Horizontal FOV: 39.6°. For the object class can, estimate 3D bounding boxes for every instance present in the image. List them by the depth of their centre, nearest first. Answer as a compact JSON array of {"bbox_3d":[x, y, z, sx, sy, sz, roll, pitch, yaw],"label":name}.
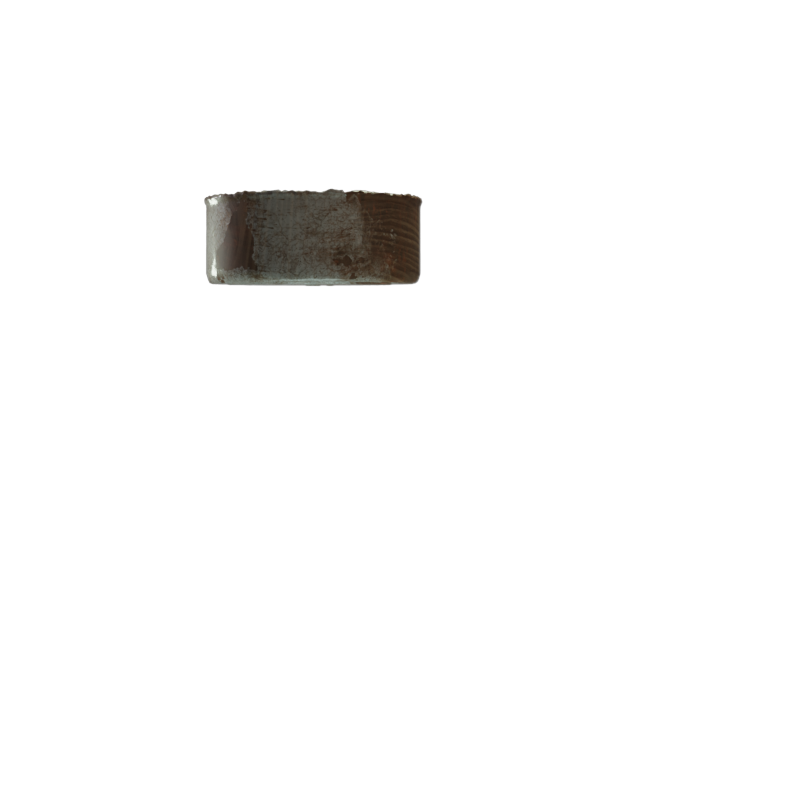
[{"bbox_3d":[-0.034,-0.062,0.437,0.086,0.034,0.086,0,4,-2],"label":"can"}]
